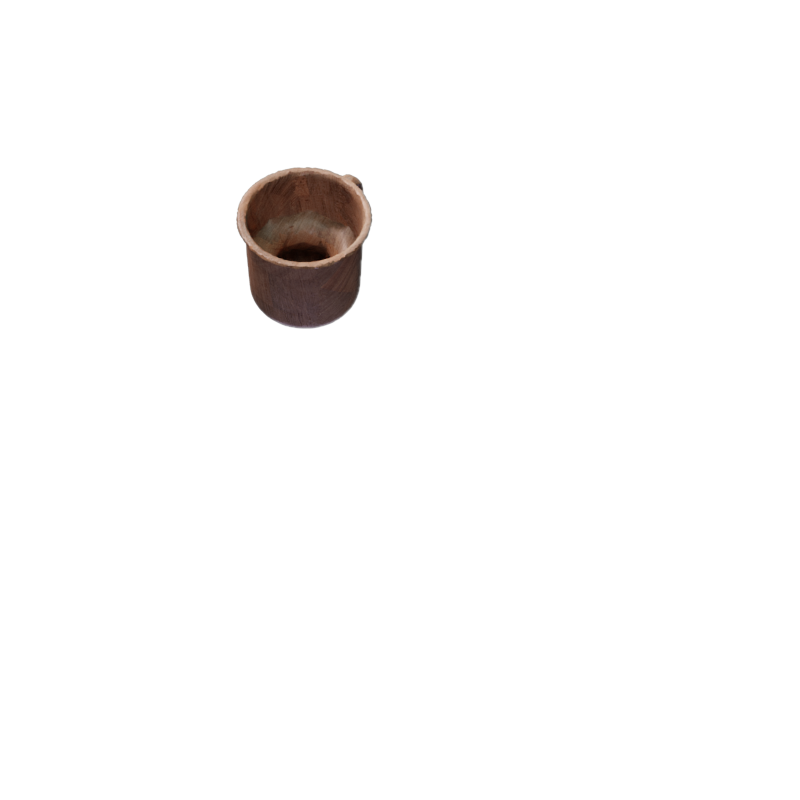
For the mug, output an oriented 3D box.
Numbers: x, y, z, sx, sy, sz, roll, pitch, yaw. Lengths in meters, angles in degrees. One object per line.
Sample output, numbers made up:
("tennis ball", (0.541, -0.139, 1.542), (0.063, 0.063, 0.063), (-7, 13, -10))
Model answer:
("mug", (-0.062, -0.114, 0.795), (0.097, 0.121, 0.076), (24, -34, 16))
